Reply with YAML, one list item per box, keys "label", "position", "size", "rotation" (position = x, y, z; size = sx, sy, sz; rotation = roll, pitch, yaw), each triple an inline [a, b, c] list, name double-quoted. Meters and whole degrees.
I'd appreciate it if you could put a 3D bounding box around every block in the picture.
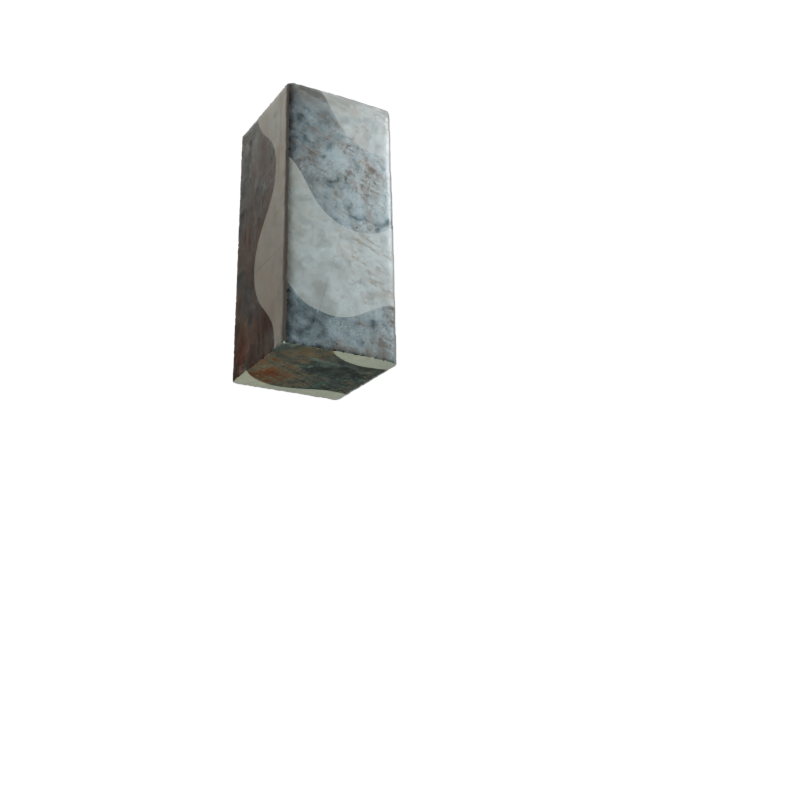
- label: "block"
  position: [-0.064, -0.117, 0.821]
  size: [0.086, 0.218, 0.089]
  rotation: [12, -28, -27]
